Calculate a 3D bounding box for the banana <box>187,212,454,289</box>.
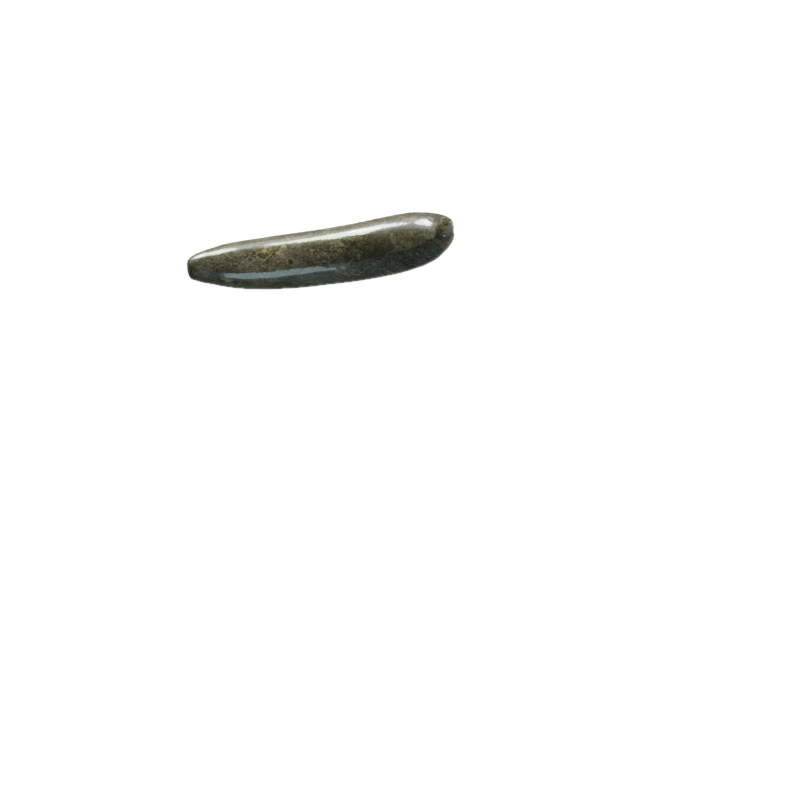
[{"bbox_3d":[-0.044,-0.099,0.725,0.202,0.038,0.065,-7,-15,29],"label":"banana"}]
